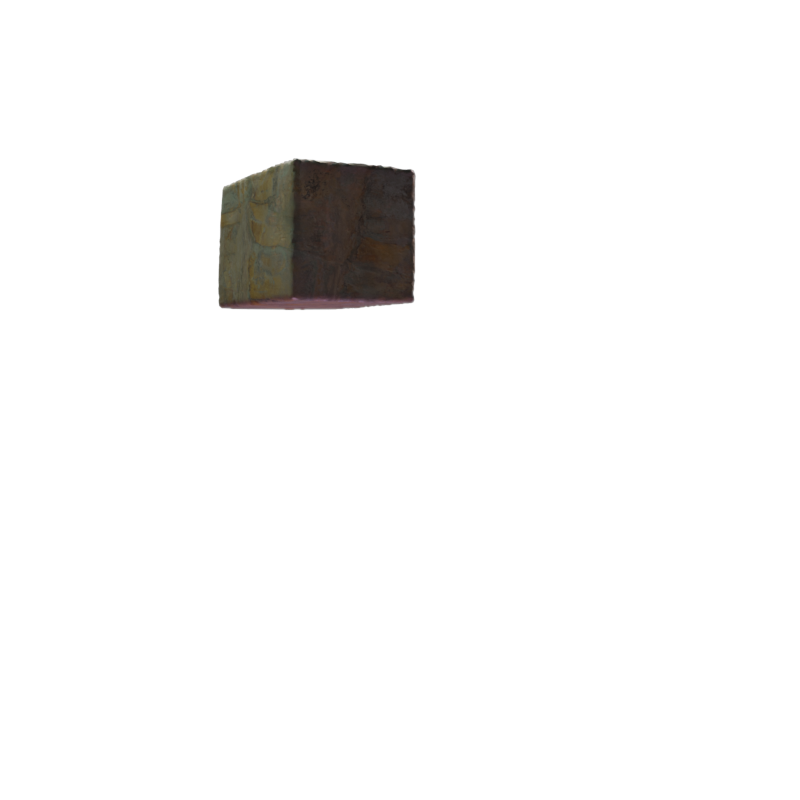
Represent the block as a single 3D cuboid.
[{"bbox_3d":[-0.034,-0.063,0.439,0.051,0.052,0.080,1,-1,-28],"label":"block"}]
